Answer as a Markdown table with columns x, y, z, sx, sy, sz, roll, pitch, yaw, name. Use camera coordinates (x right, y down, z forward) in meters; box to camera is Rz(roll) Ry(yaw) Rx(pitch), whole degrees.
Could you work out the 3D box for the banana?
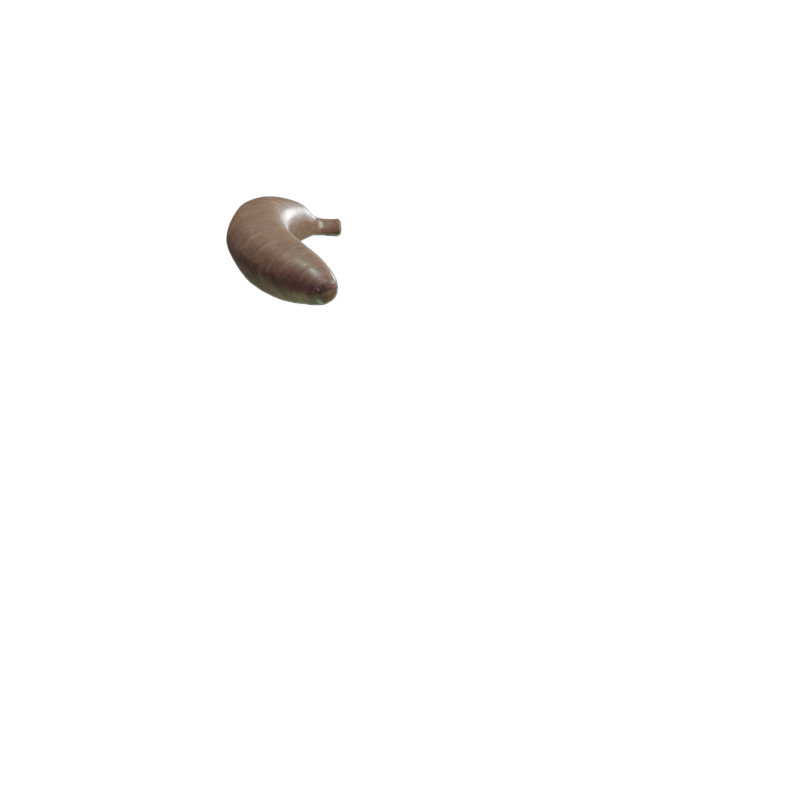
| x | y | z | sx | sy | sz | roll | pitch | yaw | name |
| --- | --- | --- | --- | --- | --- | --- | --- | --- | --- |
| -0.070 | -0.095 | 0.661 | 0.069 | 0.035 | 0.205 | 0 | 20 | -1 | banana |
